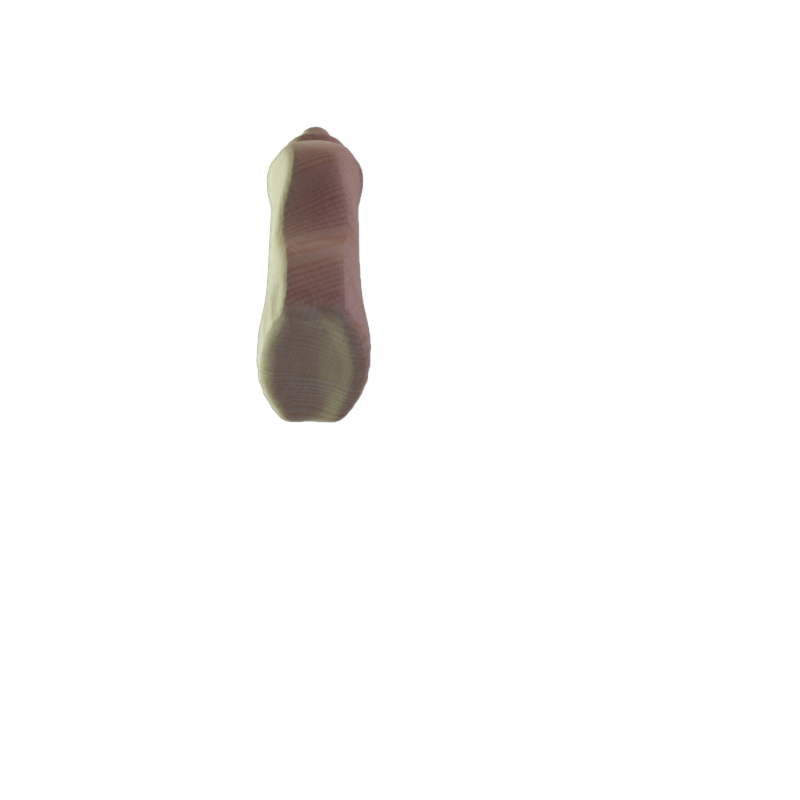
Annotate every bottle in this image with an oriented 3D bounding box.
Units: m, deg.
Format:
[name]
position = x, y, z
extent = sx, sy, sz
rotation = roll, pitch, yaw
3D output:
[bottle]
position = -0.048, -0.089, 0.623
extent = 0.058, 0.206, 0.089
rotation = -1, -43, -3
